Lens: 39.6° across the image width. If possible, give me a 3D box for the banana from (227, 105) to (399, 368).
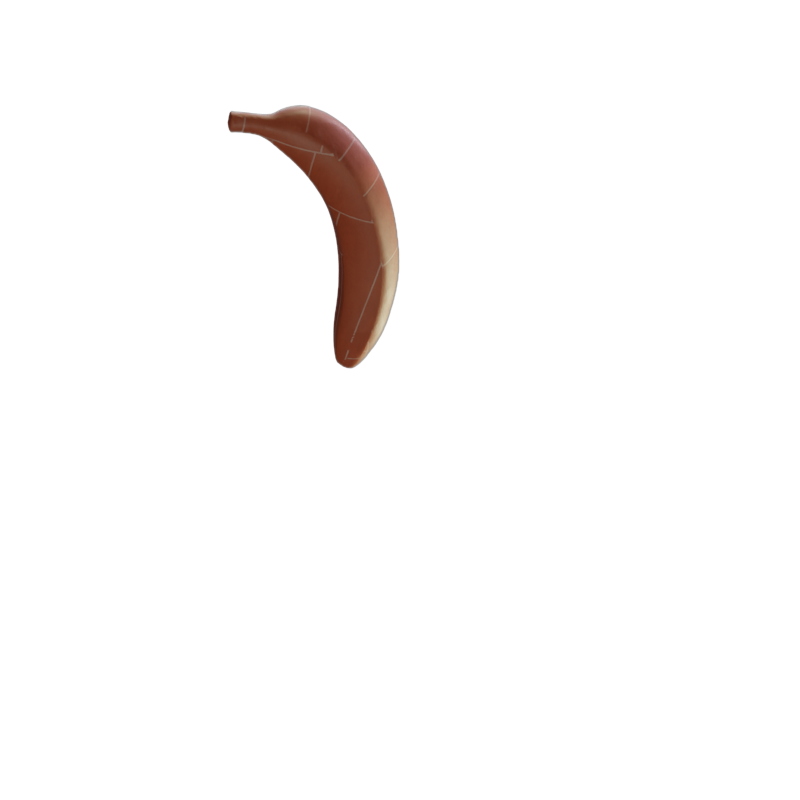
[{"bbox_3d":[-0.036,-0.104,0.666,0.070,0.184,0.039,-16,34,11],"label":"banana"}]
